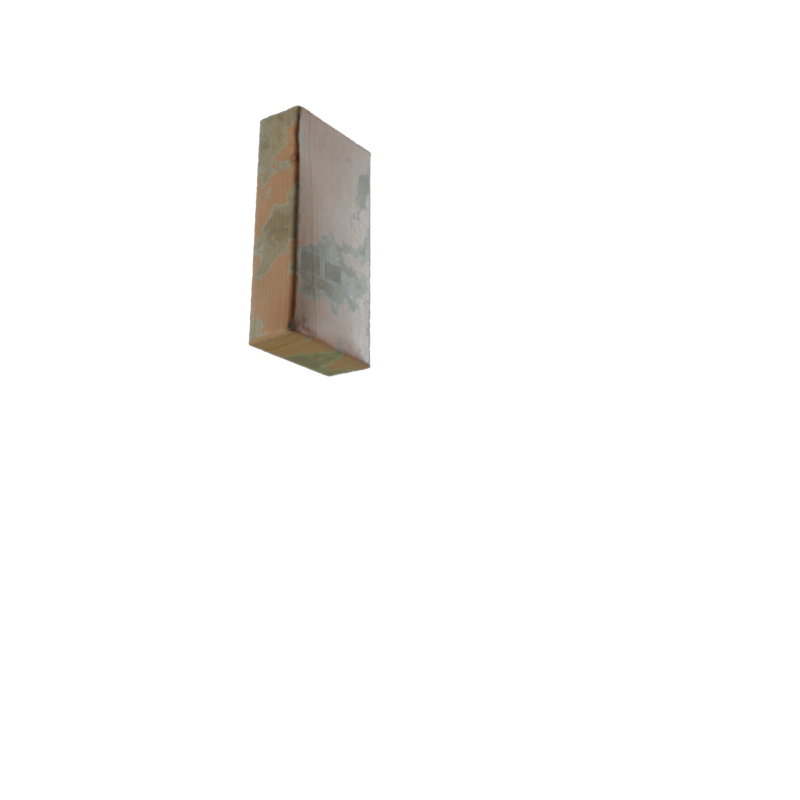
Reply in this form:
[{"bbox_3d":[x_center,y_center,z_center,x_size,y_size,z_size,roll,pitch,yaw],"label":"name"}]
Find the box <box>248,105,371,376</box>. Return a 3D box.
[{"bbox_3d":[-0.063,-0.115,0.806,0.049,0.186,0.087,-18,-28,32],"label":"box"}]
